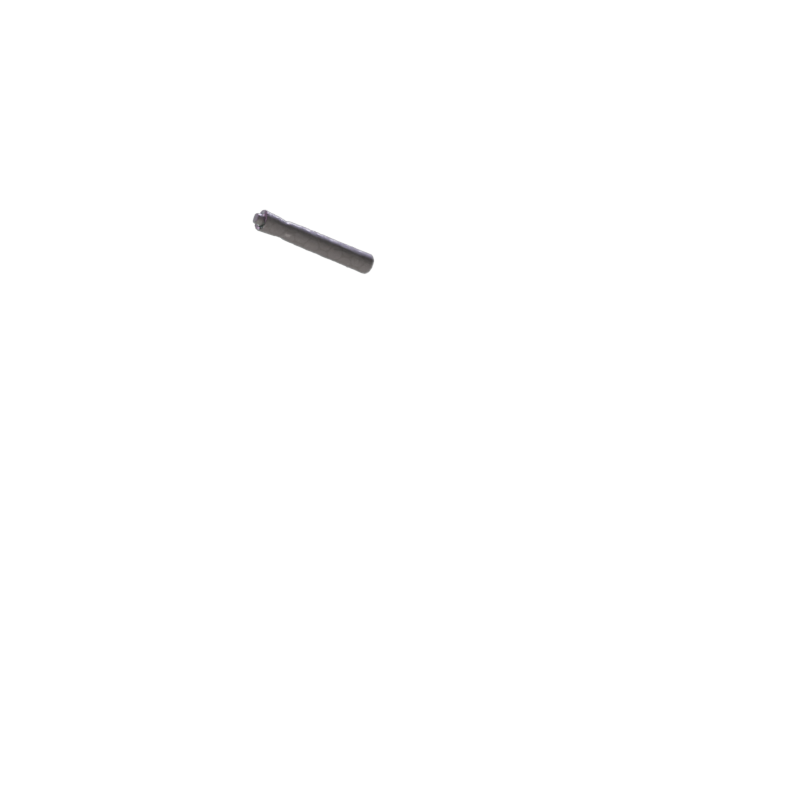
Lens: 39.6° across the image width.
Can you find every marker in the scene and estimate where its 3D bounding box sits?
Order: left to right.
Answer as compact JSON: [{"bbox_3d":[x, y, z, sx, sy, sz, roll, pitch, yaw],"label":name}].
[{"bbox_3d":[-0.075,-0.136,0.952,0.114,0.020,0.020,19,-7,-32],"label":"marker"}]
